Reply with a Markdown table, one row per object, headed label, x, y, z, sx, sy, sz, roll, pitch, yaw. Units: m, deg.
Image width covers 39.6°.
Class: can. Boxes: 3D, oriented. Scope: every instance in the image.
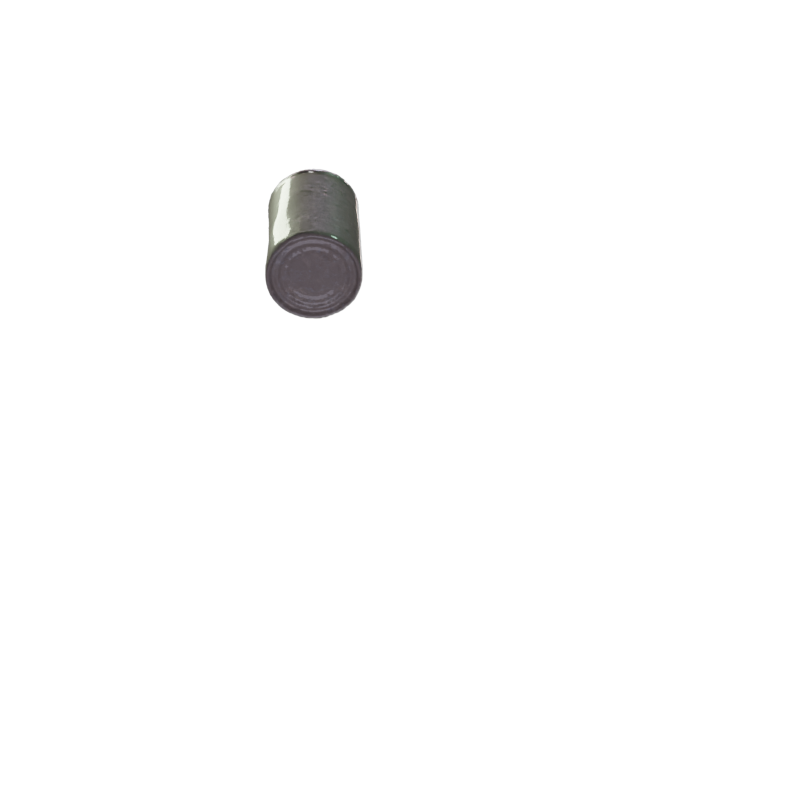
| label | x | y | z | sx | sy | sz | roll | pitch | yaw |
| --- | --- | --- | --- | --- | --- | --- | --- | --- | --- |
| can | -0.061 | -0.112 | 0.785 | 0.068 | 0.064 | 0.109 | -1 | 33 | -3 |
